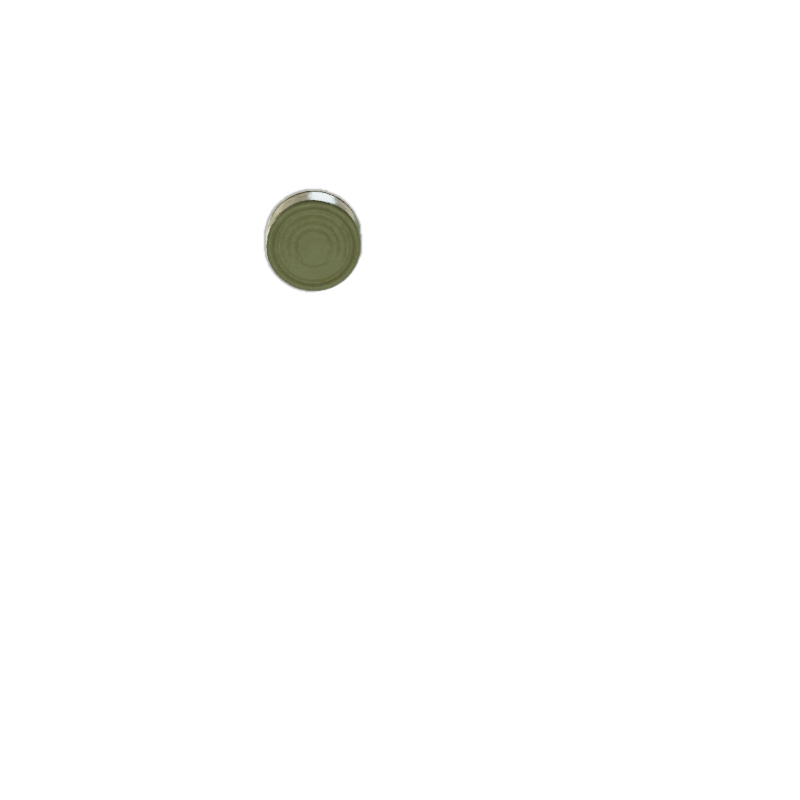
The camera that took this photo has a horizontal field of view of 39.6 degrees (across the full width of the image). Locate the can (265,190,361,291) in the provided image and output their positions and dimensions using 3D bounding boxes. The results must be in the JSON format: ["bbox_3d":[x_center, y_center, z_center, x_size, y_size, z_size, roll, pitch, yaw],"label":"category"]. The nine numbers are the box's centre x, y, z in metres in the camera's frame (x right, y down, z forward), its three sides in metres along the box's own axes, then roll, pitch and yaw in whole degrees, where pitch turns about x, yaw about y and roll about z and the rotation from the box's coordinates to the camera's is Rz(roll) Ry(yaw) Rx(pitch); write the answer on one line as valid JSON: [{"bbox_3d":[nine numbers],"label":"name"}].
[{"bbox_3d":[-0.077,-0.140,0.979,0.086,0.082,0.035,0,20,-1],"label":"can"}]
